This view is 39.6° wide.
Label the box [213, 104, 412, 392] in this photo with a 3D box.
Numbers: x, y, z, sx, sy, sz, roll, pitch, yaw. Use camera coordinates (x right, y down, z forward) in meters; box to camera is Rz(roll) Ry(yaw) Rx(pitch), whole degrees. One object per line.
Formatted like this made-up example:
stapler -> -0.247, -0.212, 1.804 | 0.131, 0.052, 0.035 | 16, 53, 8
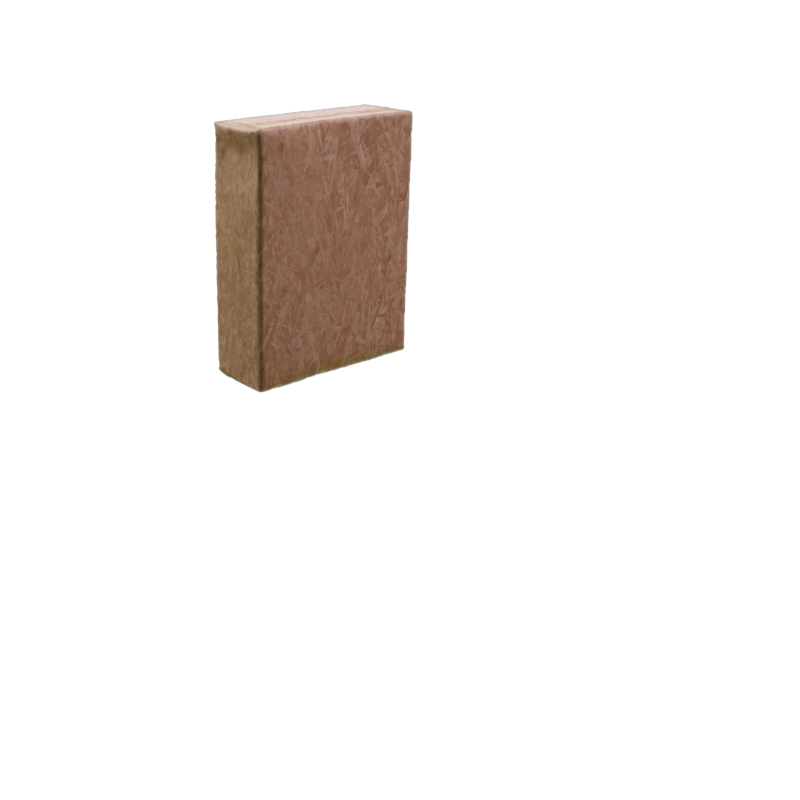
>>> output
box -> -0.072, -0.132, 0.925 | 0.161, 0.206, 0.076 | -15, 22, -40
